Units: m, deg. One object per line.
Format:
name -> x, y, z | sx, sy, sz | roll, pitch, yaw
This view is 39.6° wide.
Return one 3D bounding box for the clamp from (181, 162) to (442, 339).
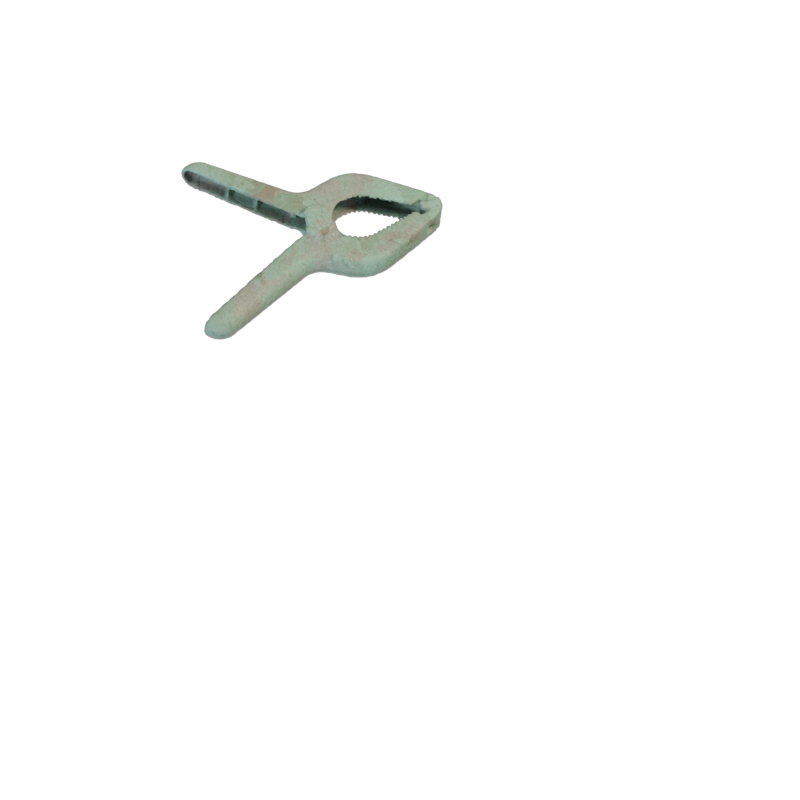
clamp -> -0.069, -0.126, 0.882 | 0.209, 0.176, 0.034 | -4, -31, -2
